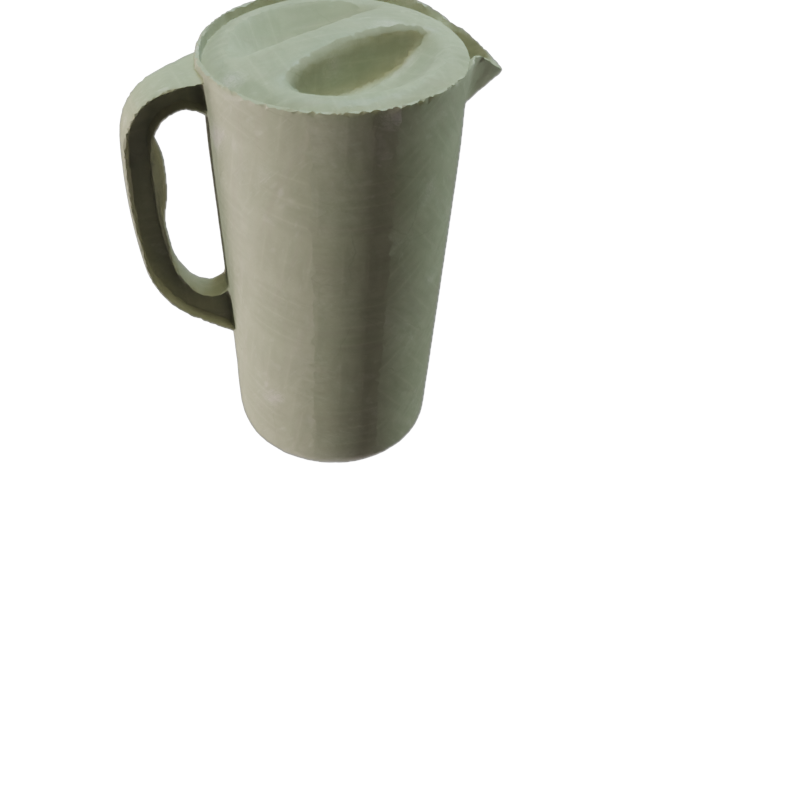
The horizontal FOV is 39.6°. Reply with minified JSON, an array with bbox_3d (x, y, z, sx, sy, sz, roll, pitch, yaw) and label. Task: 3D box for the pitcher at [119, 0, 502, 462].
[{"bbox_3d":[-0.046,-0.084,0.590,0.156,0.227,0.148,21,43,22],"label":"pitcher"}]
